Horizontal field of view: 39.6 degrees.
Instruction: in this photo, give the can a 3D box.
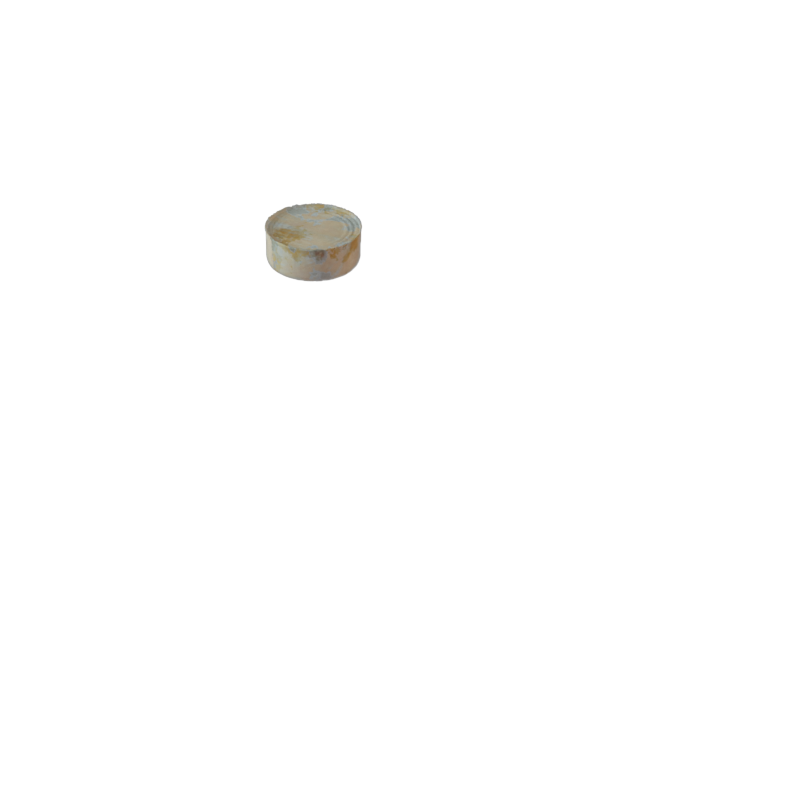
[{"bbox_3d":[-0.077,-0.140,0.983,0.086,0.031,0.092,-1,35,-2],"label":"can"}]
